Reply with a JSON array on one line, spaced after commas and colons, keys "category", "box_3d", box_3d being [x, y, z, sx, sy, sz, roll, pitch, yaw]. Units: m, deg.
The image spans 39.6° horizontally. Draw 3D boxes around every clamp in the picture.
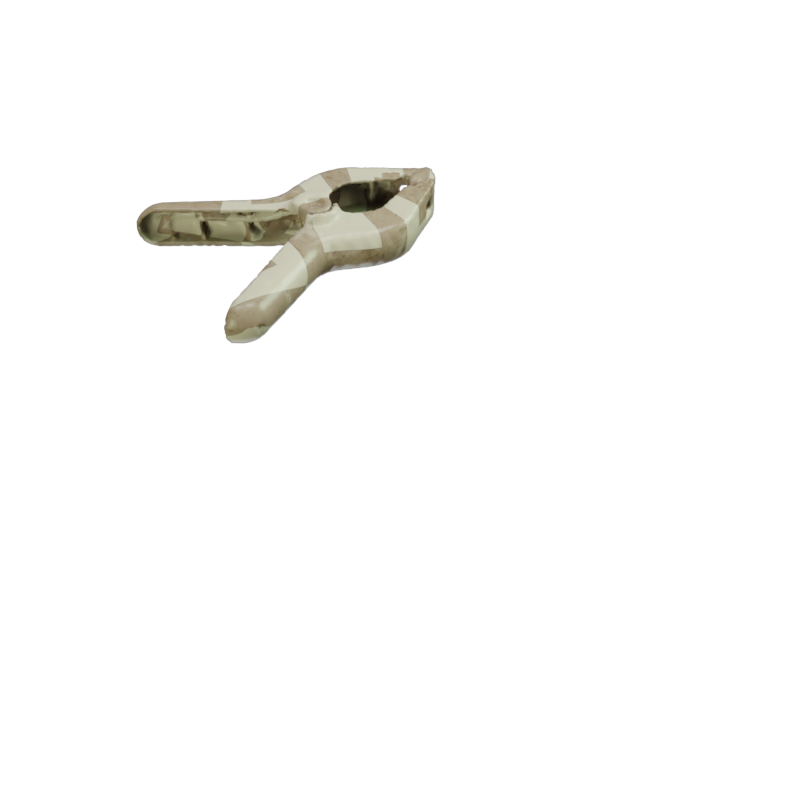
[{"category": "clamp", "box_3d": [-0.048, -0.087, 0.608, 0.170, 0.036, 0.130, -18, 48, -17]}]
